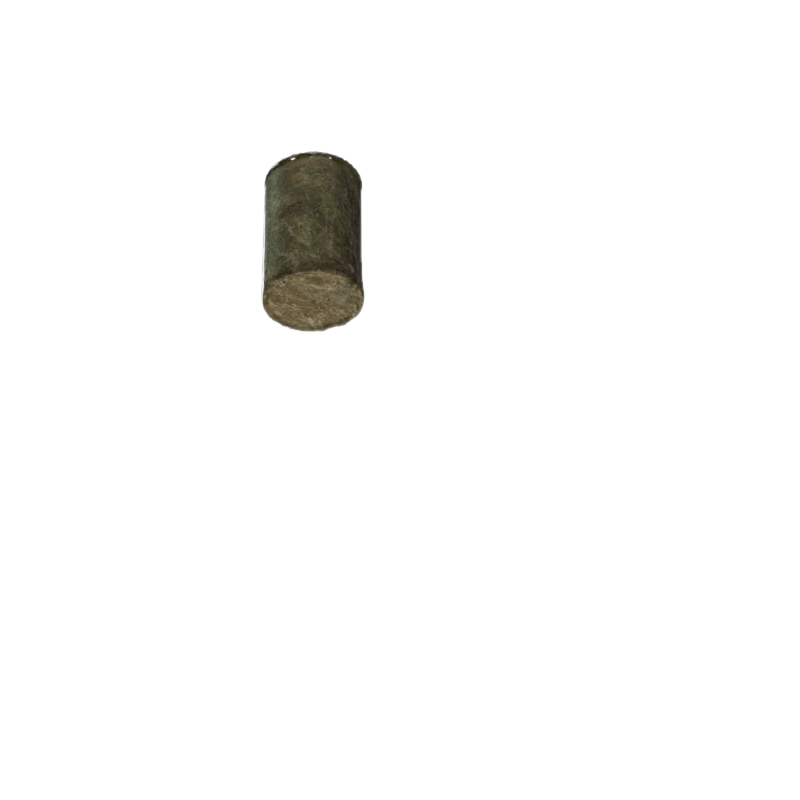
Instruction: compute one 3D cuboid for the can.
[{"bbox_3d":[-0.058,-0.105,0.736,0.068,0.109,0.064,-1,-36,-2],"label":"can"}]
